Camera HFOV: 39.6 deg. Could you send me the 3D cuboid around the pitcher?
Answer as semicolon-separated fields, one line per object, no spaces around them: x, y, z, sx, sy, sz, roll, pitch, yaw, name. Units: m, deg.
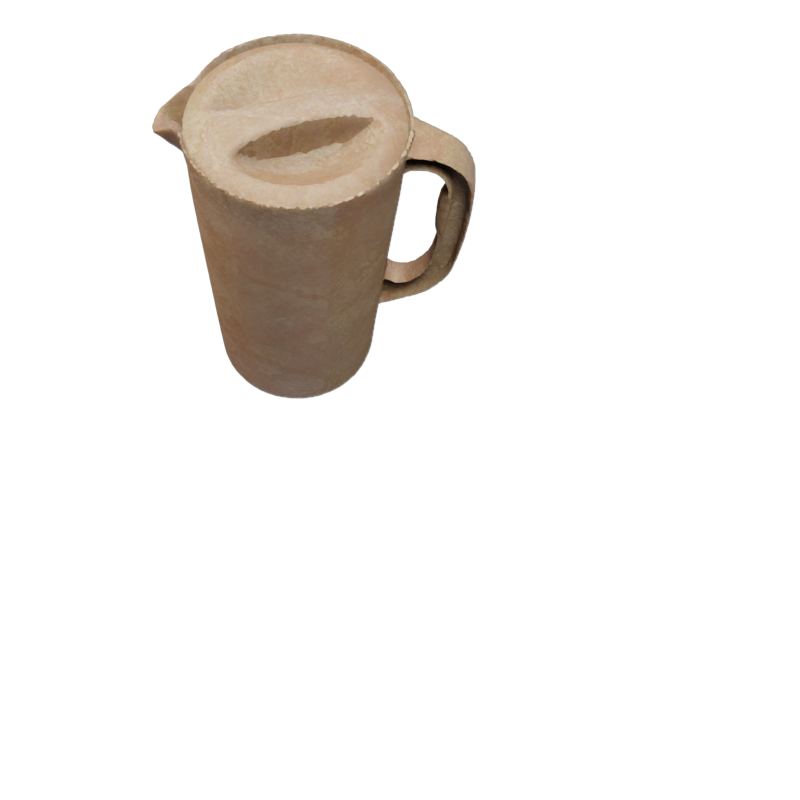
-0.055;-0.101;0.708;0.145;0.159;0.228;-33;-25;-21;pitcher
